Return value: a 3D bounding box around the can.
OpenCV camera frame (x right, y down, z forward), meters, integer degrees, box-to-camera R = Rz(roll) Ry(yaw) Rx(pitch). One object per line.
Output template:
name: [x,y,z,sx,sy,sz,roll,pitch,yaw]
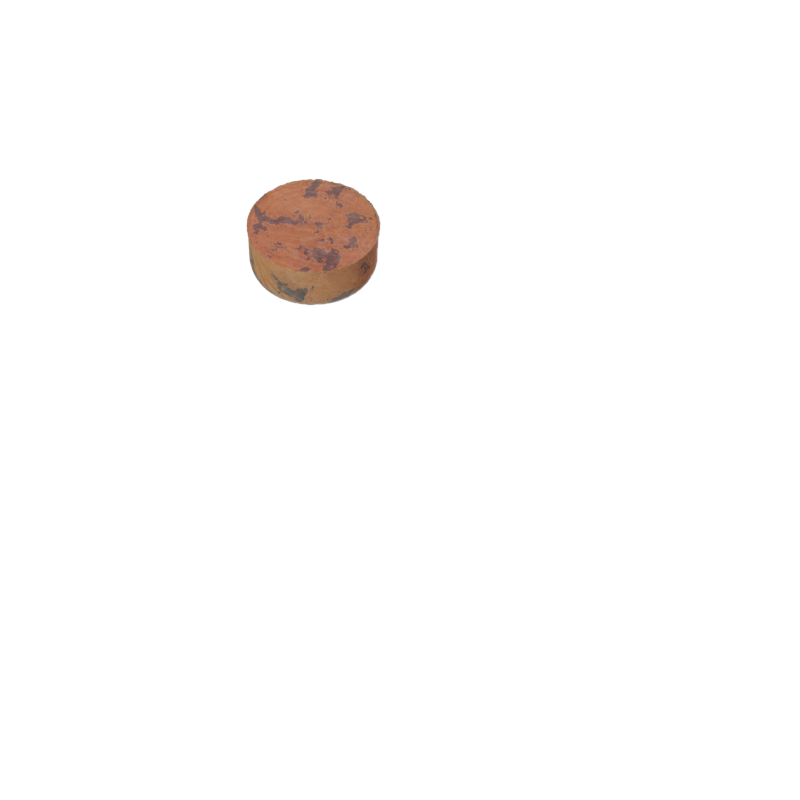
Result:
can: [-0.056,-0.103,0.721,0.086,0.092,0.031,-1,-41,-1]
